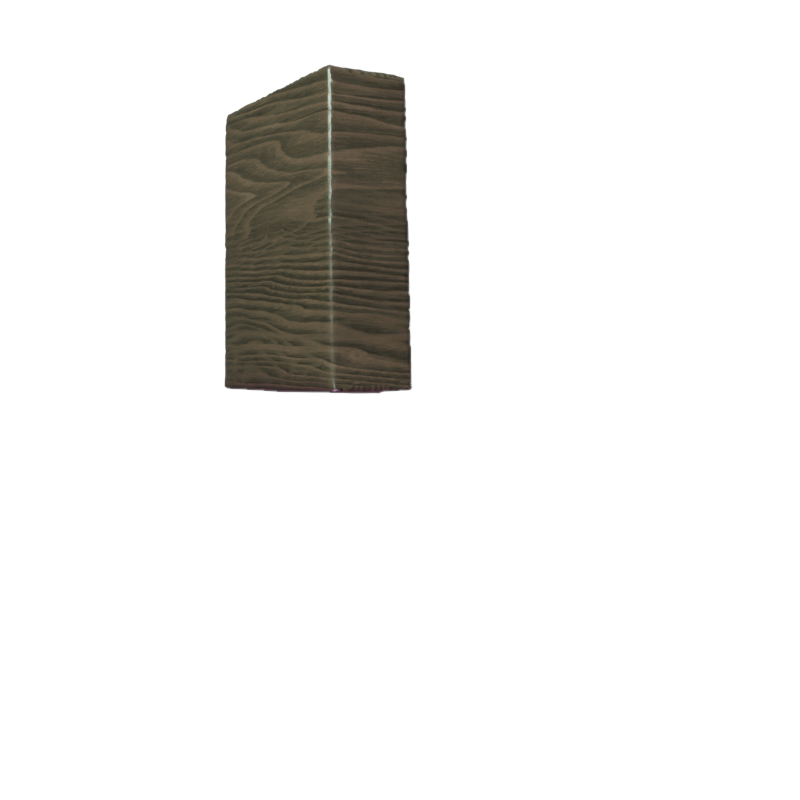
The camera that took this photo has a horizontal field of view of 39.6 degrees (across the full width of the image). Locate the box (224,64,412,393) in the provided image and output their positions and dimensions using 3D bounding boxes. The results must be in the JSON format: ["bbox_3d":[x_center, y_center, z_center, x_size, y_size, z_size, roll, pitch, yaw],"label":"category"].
[{"bbox_3d":[-0.062,-0.113,0.794,0.069,0.217,0.168,4,-5,-32],"label":"box"}]
